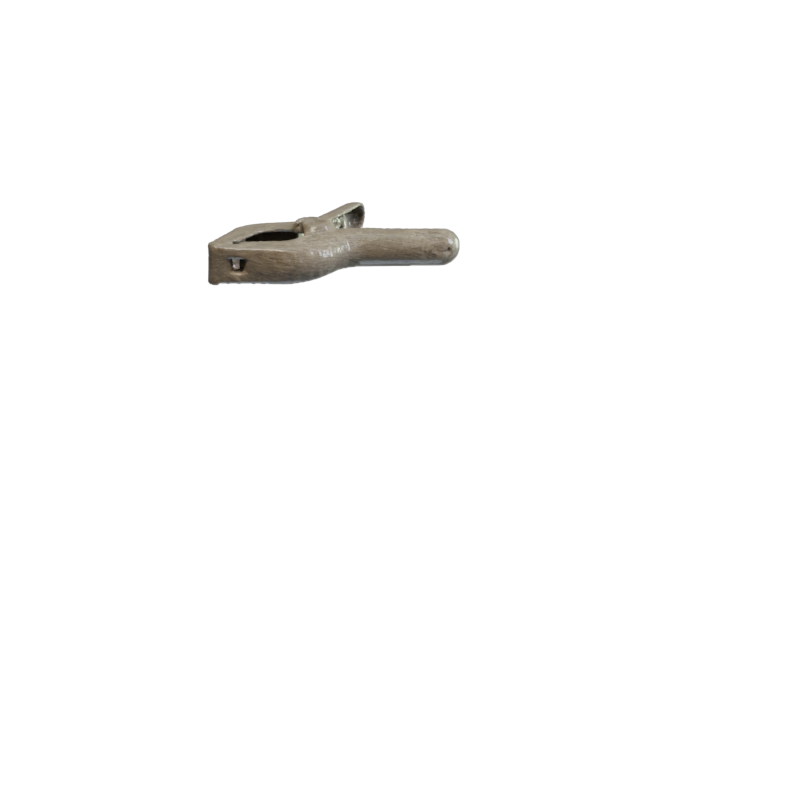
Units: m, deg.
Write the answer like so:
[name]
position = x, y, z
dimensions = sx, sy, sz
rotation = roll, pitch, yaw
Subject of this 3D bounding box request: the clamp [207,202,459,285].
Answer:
[clamp]
position = -0.060, -0.109, 0.762
dimensions = 0.167, 0.038, 0.127
rotation = -8, 18, -27
